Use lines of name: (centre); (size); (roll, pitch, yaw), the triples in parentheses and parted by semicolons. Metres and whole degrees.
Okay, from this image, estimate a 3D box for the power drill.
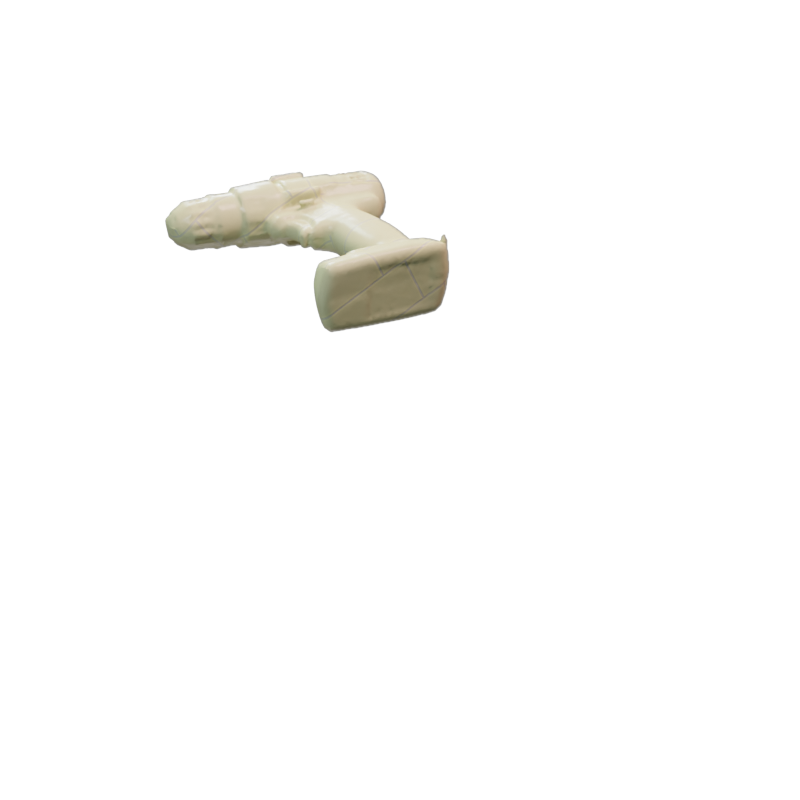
power drill: (-0.065, -0.119, 0.835); (0.181, 0.054, 0.202); (-15, 35, -23)
